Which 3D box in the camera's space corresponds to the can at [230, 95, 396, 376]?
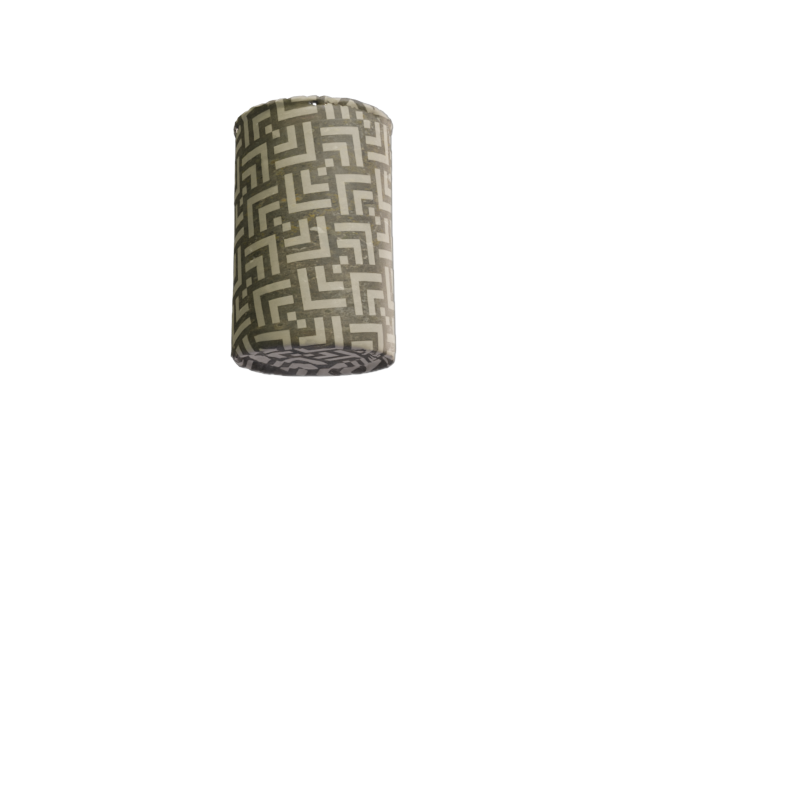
[{"bbox_3d":[-0.036,-0.065,0.458,0.068,0.106,0.066,0,-14,-2],"label":"can"}]
